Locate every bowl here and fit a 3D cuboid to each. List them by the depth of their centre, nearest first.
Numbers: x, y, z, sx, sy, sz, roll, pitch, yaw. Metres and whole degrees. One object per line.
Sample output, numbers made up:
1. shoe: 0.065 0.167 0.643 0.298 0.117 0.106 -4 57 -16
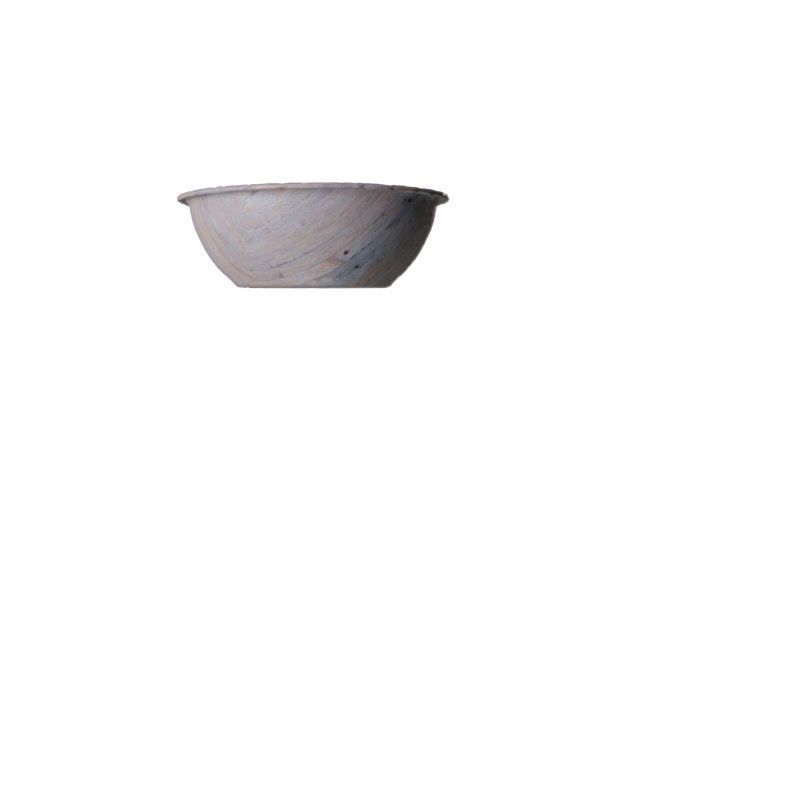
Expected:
1. bowl: -0.052 -0.094 0.659 0.162 0.055 0.163 0 5 -2
